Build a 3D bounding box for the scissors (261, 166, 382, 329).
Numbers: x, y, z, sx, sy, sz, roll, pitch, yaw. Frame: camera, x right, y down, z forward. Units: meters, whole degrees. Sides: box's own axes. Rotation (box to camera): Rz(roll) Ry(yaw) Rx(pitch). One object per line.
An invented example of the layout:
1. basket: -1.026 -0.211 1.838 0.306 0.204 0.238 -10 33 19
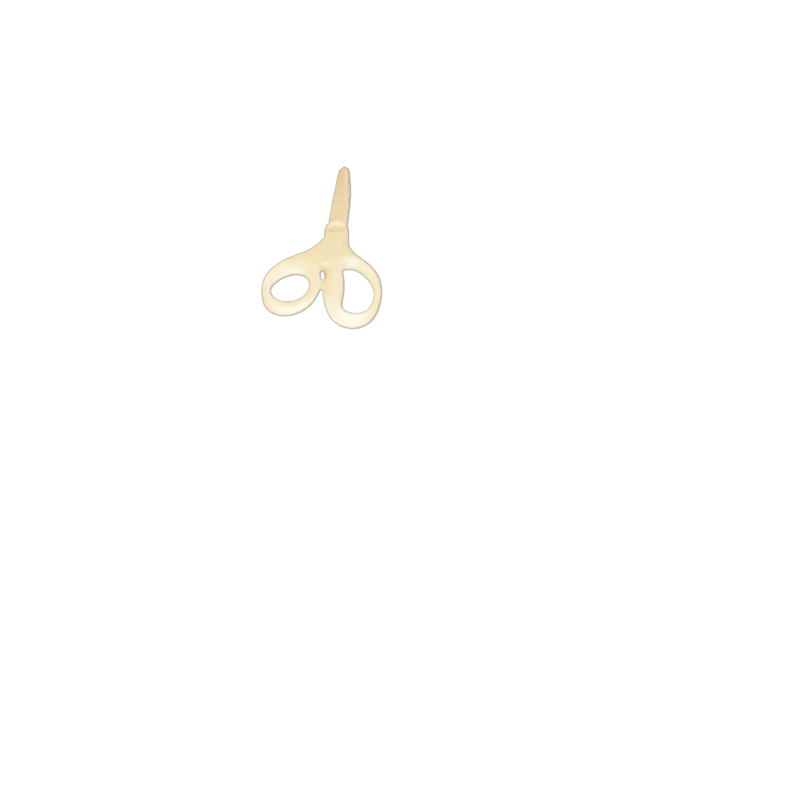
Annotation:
1. scissors: -0.067 -0.122 0.853 0.095 0.015 0.218 -8 41 -9
